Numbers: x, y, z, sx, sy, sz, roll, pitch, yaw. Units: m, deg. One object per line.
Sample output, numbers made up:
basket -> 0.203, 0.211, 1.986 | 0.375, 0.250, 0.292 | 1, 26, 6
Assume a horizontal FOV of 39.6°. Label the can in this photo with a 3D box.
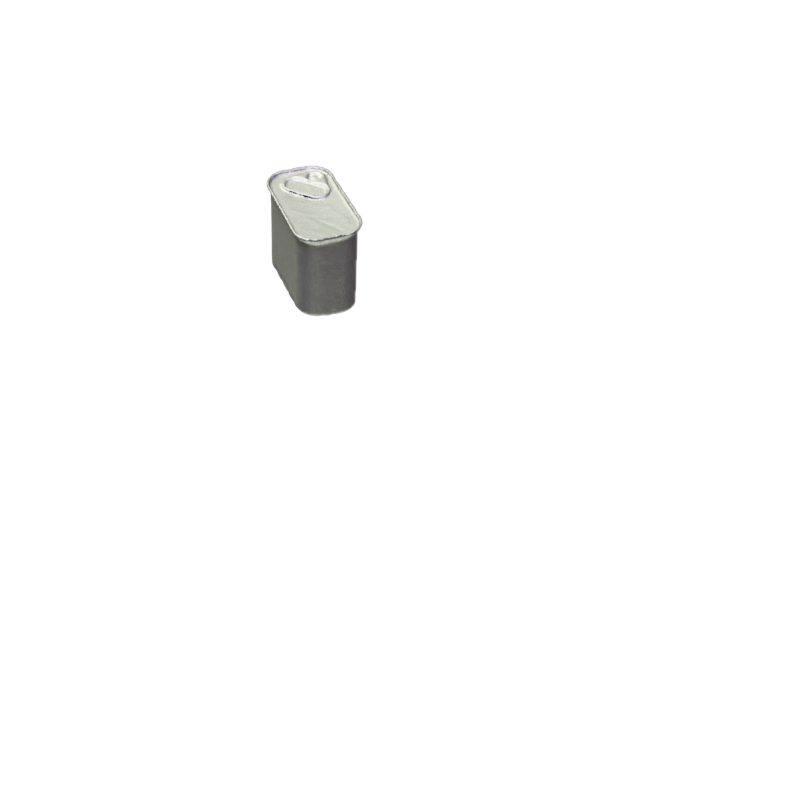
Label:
can -> -0.072, -0.131, 0.917 | 0.057, 0.078, 0.110 | -13, 44, -17
